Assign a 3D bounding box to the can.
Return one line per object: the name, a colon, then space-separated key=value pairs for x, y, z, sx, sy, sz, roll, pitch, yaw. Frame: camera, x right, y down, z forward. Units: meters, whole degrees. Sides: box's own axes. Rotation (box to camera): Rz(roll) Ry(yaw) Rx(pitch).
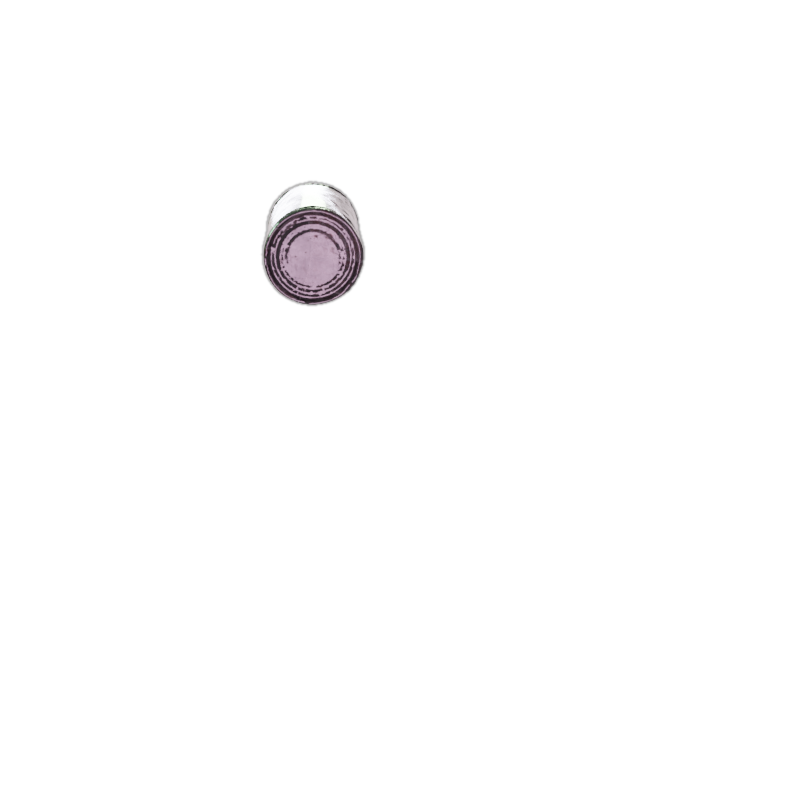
can: x=-0.061 y=-0.111 z=0.775 sx=0.068 sy=0.066 sz=0.106 roll=0 pitch=18 yaw=-3
